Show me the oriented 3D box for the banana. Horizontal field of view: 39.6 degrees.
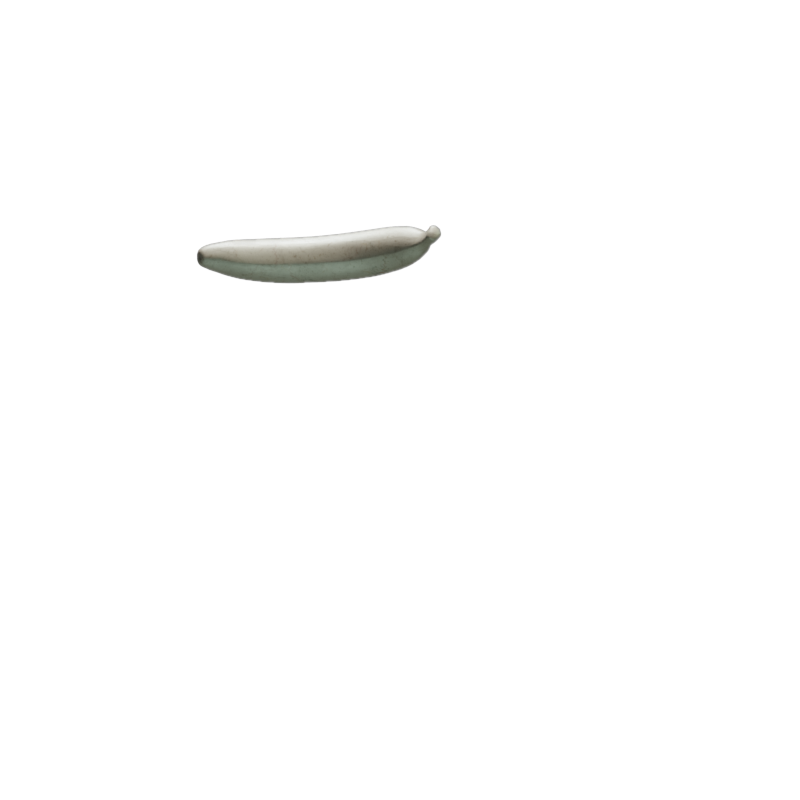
[{"bbox_3d":[-0.061,-0.119,0.888,0.201,0.039,0.065,-5,-22,14],"label":"banana"}]
